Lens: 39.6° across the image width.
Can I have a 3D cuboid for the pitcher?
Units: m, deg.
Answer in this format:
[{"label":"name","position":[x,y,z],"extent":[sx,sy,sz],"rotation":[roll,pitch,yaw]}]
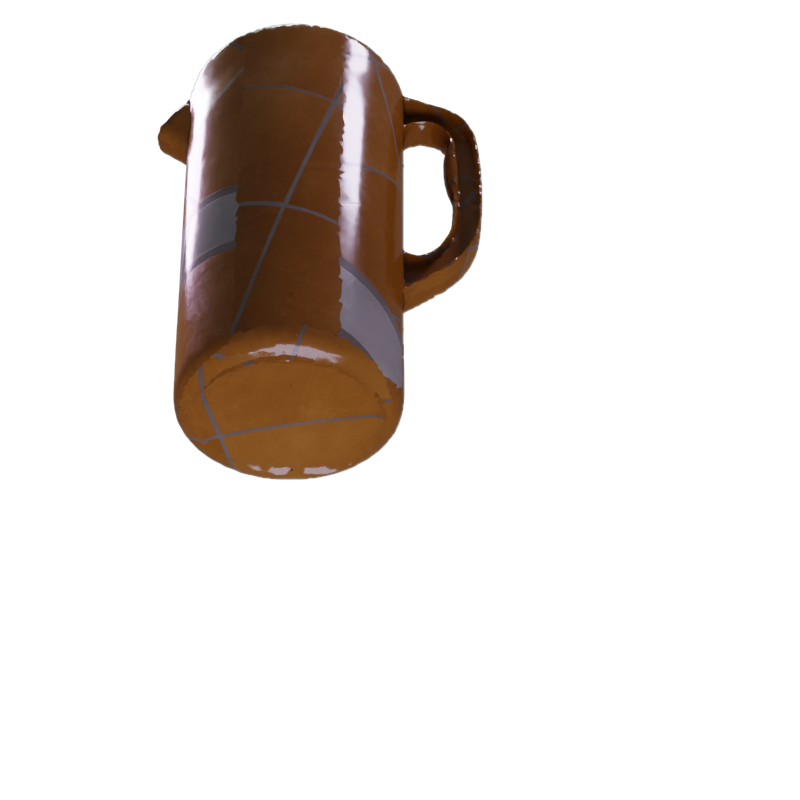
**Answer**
[{"label":"pitcher","position":[-0.047,-0.085,0.596],"extent":[0.148,0.261,0.136],"rotation":[-35,-52,30]}]
